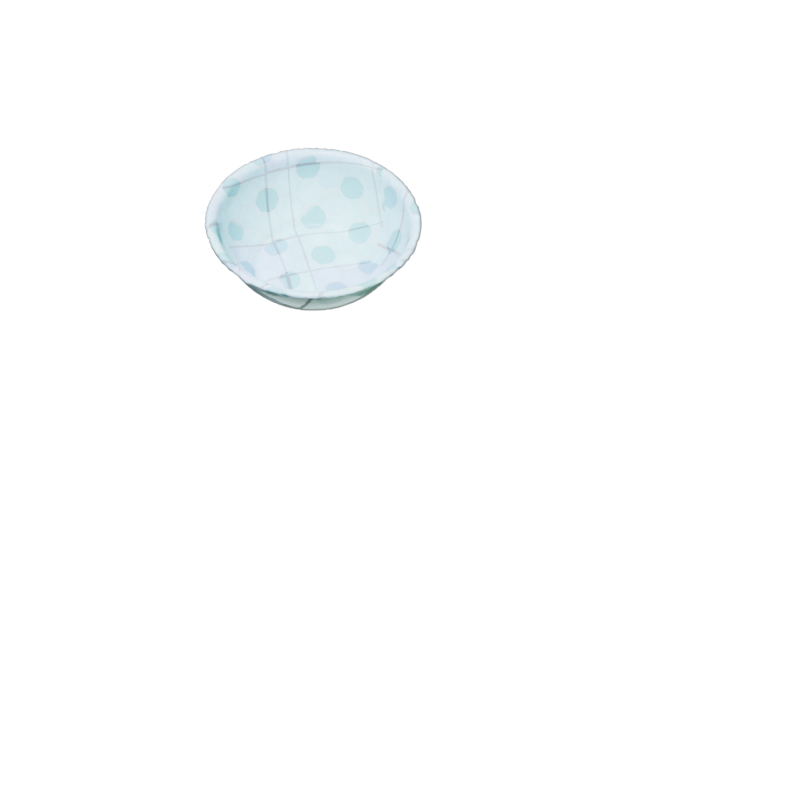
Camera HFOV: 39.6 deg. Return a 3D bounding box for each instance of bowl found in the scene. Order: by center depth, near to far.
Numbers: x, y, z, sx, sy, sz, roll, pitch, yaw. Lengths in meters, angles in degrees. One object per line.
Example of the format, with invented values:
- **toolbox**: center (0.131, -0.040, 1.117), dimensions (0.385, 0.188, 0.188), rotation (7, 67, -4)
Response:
- **bowl**: center (-0.066, -0.121, 0.846), dimensions (0.162, 0.174, 0.051), rotation (-1, -41, -1)
